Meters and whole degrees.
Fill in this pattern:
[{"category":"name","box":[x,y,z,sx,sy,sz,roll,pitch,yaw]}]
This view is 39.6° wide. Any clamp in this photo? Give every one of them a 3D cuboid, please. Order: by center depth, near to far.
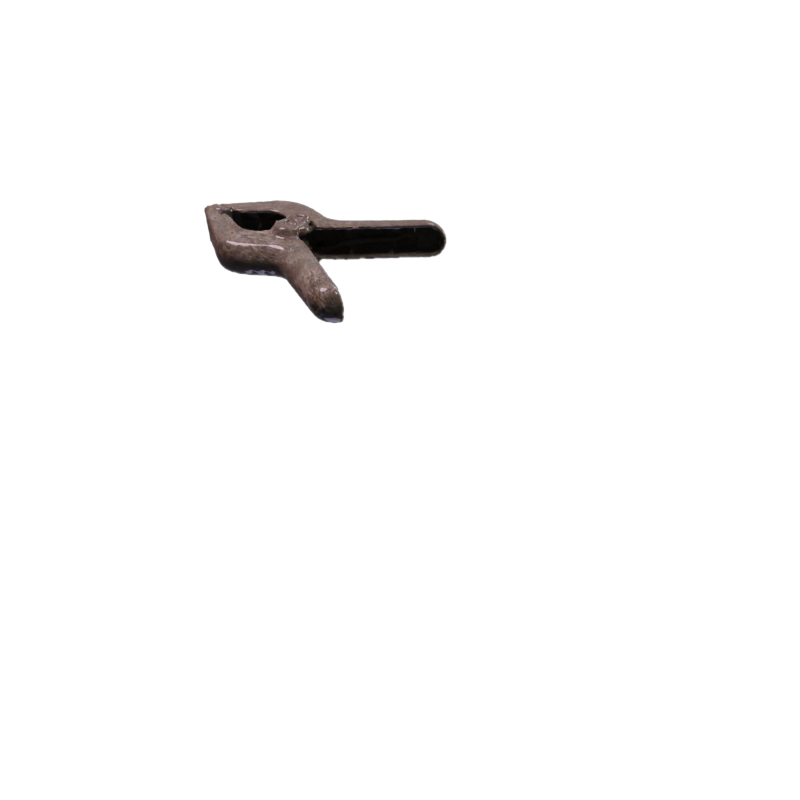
[{"category":"clamp","box":[-0.058,-0.106,0.742,0.119,0.037,0.183,-24,38,-36]}]
